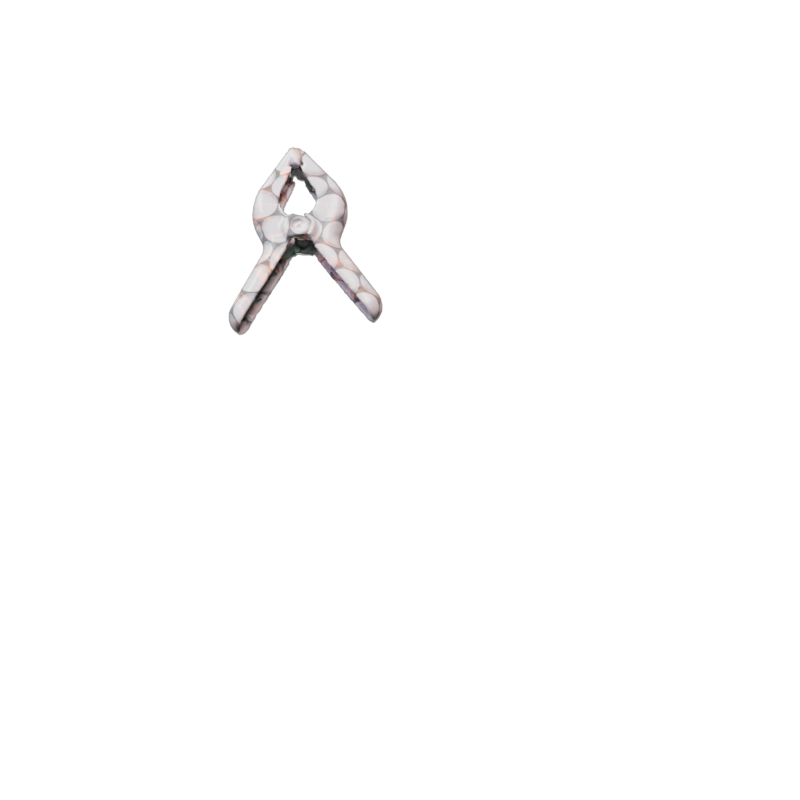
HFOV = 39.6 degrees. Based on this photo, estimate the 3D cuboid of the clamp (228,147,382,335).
[{"bbox_3d":[-0.071,-0.129,0.905,0.120,0.181,0.037,4,-26,1],"label":"clamp"}]
